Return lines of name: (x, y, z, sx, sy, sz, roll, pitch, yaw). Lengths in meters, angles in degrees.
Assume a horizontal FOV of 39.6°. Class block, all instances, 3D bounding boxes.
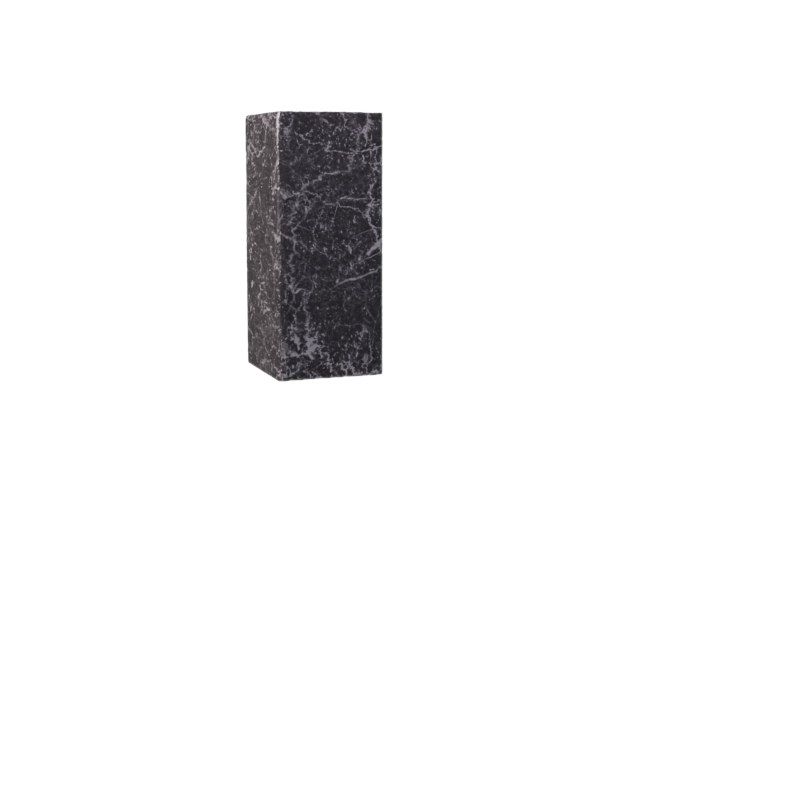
block: (-0.071, -0.128, 0.896, 0.088, 0.204, 0.094, -2, 6, -22)
